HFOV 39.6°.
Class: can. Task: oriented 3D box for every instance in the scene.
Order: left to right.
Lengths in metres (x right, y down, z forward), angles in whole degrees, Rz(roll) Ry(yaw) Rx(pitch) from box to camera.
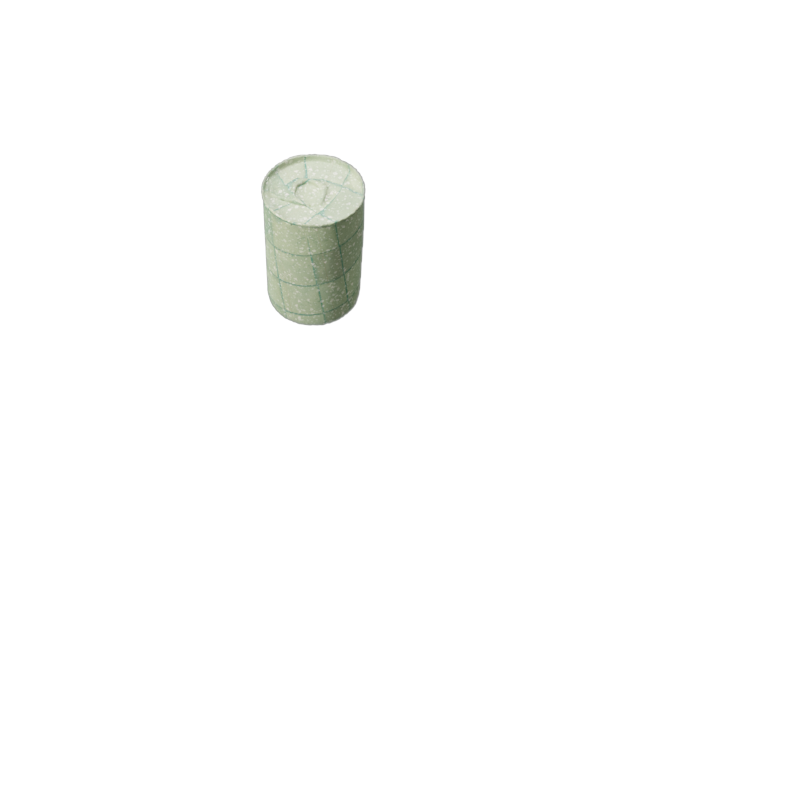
[{"bbox_3d":[-0.059,-0.108,0.756,0.068,0.074,0.095,0,-39,-3],"label":"can"}]
